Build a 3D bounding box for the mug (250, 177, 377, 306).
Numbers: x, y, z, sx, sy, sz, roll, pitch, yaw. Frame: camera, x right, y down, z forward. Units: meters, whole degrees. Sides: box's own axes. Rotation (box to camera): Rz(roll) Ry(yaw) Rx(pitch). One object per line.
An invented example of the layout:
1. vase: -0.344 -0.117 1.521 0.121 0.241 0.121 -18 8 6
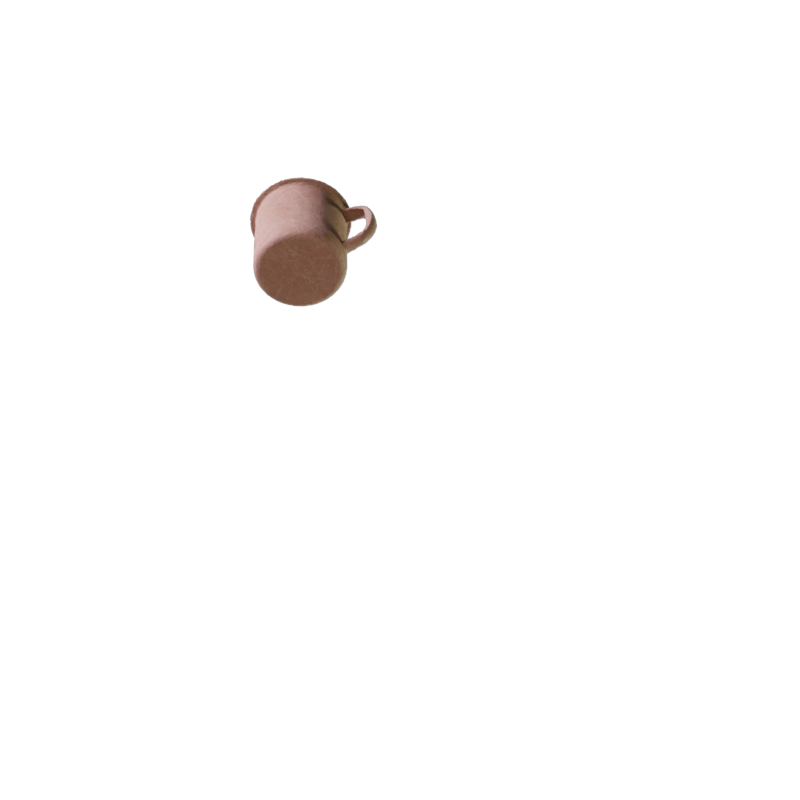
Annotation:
1. mug: -0.077 -0.140 0.979 0.118 0.086 0.087 -14 37 9
